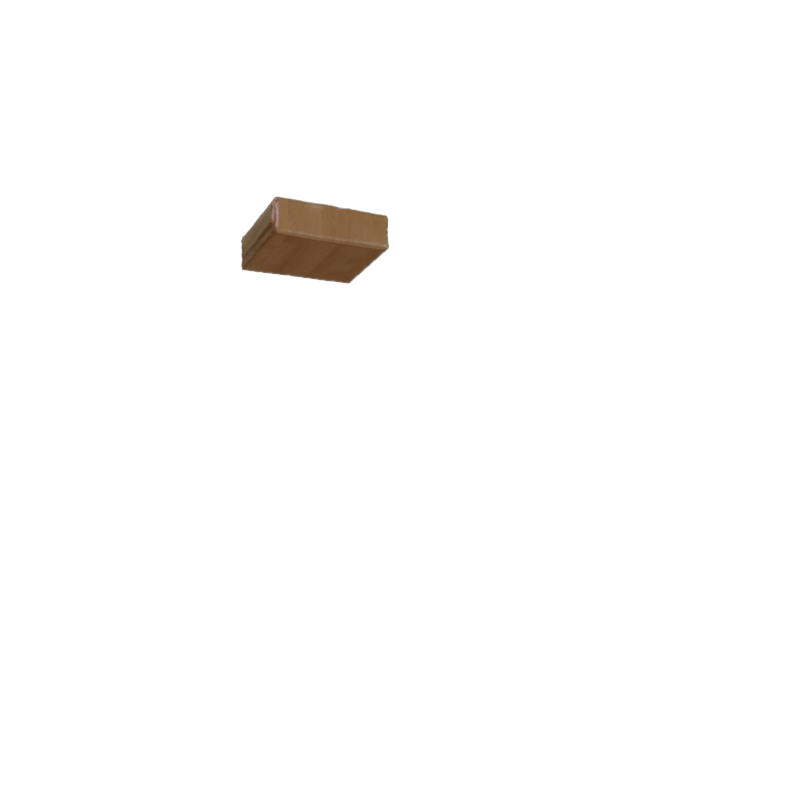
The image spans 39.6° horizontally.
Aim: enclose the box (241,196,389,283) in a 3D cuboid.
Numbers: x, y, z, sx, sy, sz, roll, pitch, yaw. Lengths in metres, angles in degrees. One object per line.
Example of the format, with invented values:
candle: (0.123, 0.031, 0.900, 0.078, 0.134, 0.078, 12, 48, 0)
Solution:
box: (-0.063, -0.115, 0.802, 0.086, 0.032, 0.072, 7, -19, -21)
